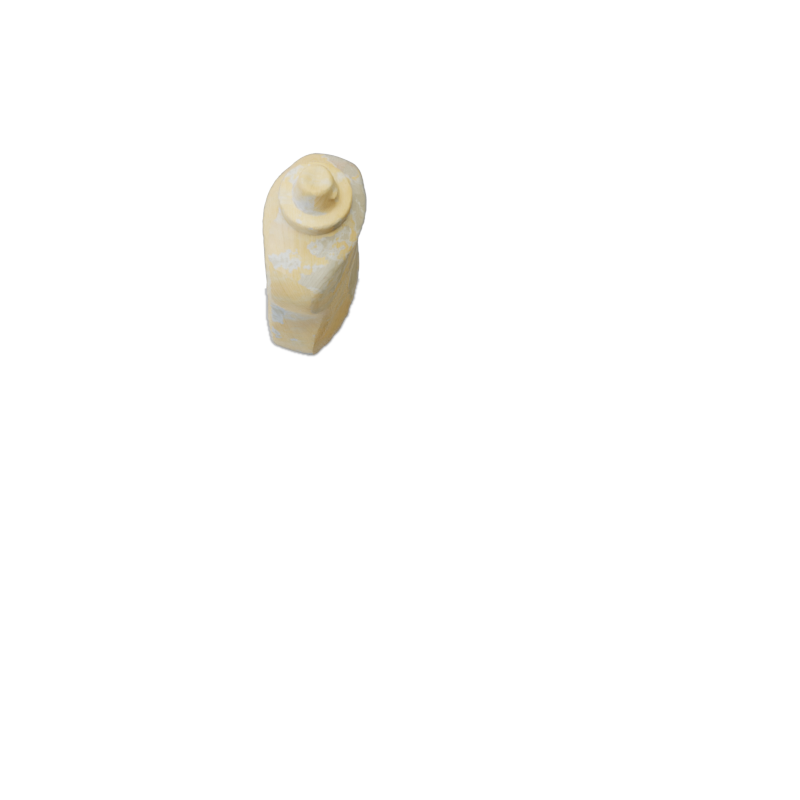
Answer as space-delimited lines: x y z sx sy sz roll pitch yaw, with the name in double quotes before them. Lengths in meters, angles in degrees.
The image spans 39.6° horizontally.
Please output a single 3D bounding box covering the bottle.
"bottle" -0.053 -0.097 0.678 0.059 0.099 0.184 18 -15 1
